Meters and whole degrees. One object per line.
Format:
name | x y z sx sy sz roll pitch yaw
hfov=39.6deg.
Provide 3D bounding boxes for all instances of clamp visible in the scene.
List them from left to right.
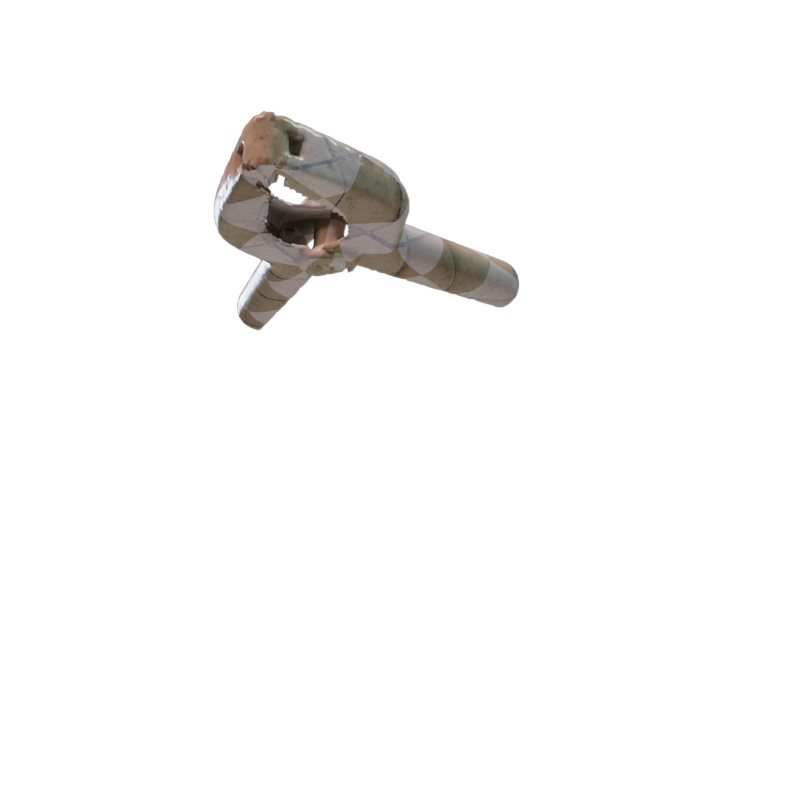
clamp | -0.044 -0.081 0.567 0.167 0.038 0.196 -7 -19 21
